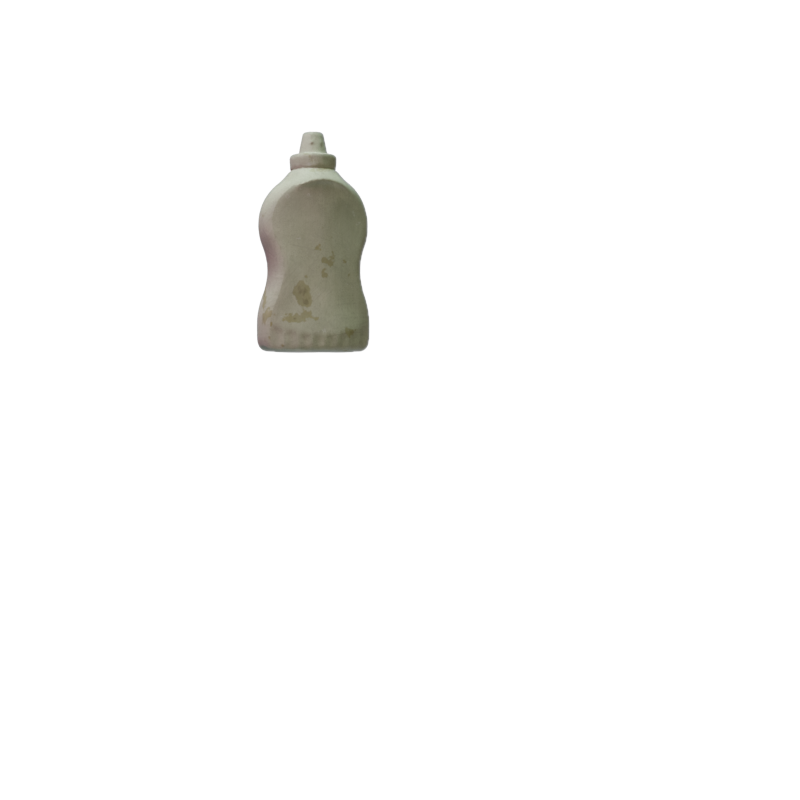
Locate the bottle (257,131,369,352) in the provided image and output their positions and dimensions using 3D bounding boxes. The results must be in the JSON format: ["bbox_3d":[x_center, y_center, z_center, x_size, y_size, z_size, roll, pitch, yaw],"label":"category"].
[{"bbox_3d":[-0.076,-0.138,0.966,0.094,0.194,0.059,1,-4,-20],"label":"bottle"}]
